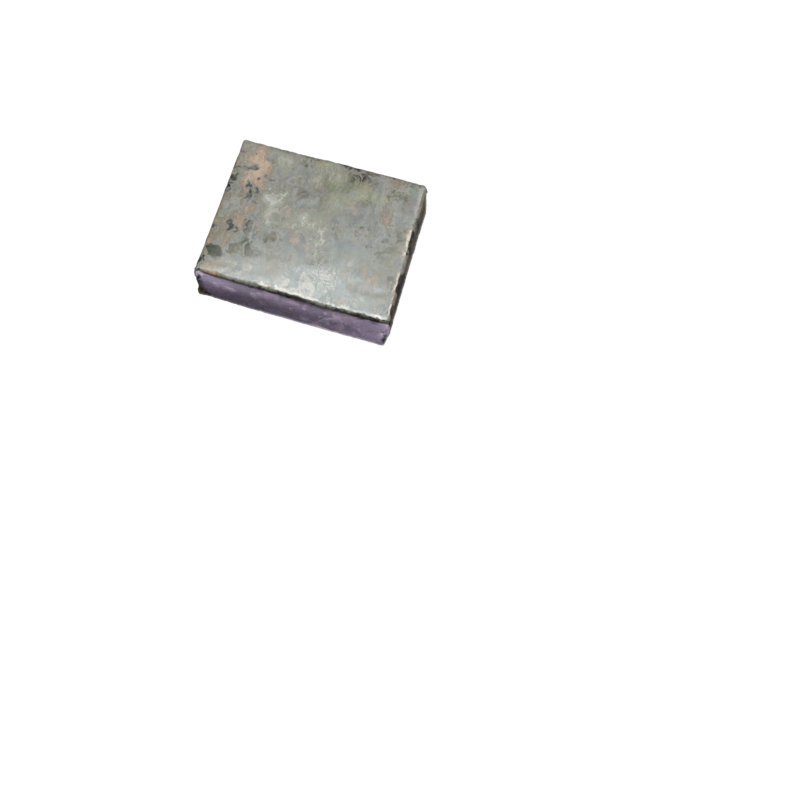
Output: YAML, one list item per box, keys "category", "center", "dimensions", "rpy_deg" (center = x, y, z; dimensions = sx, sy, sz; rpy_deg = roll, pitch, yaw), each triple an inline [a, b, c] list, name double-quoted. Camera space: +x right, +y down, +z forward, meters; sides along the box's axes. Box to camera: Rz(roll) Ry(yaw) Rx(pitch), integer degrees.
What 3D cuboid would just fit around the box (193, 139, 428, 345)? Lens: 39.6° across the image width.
- category: "box"
  center: [-0.049, -0.090, 0.628]
  dimensions: [0.115, 0.094, 0.037]
  rpy_deg: [14, -27, 7]
